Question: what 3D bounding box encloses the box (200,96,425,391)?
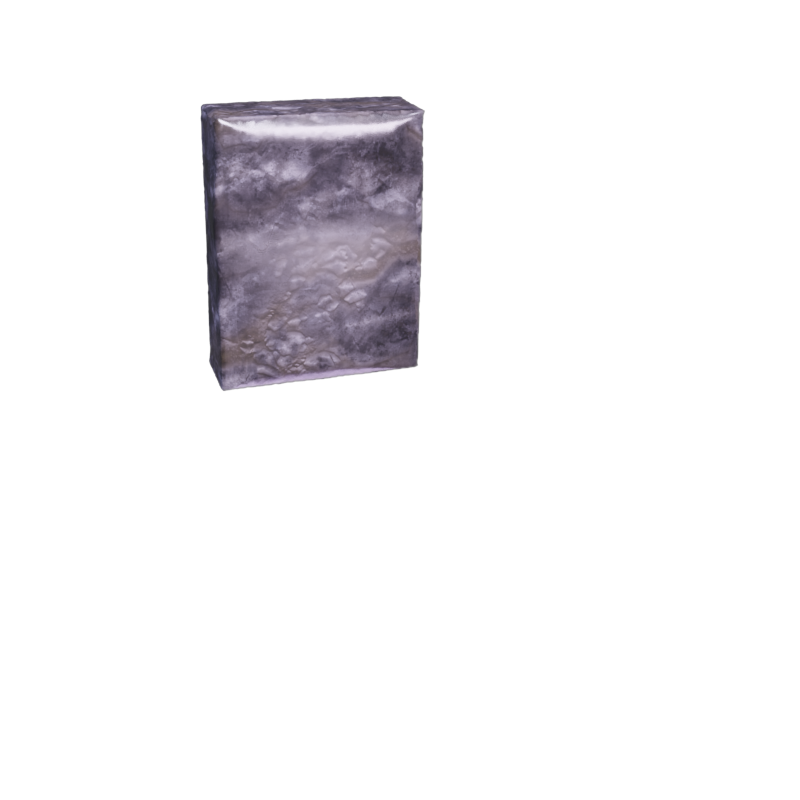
[{"bbox_3d":[-0.068,-0.123,0.864,0.161,0.205,0.076,-5,19,-15],"label":"box"}]
